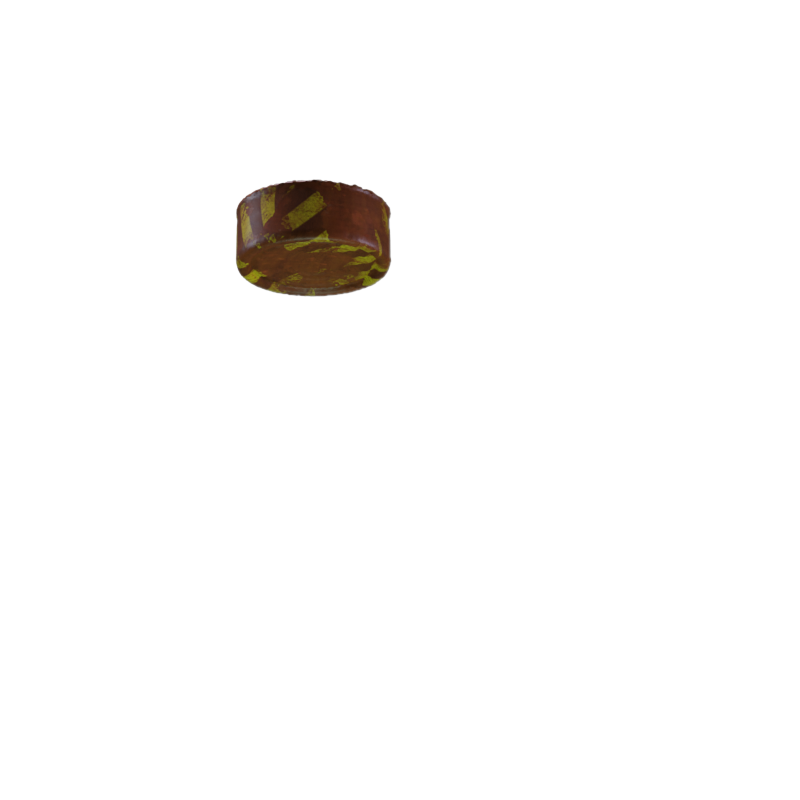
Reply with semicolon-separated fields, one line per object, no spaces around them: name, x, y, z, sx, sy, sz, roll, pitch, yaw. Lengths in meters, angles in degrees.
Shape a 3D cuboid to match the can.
can;-0.048;-0.087;0.608;0.086;0.035;0.082;0;-18;-2
